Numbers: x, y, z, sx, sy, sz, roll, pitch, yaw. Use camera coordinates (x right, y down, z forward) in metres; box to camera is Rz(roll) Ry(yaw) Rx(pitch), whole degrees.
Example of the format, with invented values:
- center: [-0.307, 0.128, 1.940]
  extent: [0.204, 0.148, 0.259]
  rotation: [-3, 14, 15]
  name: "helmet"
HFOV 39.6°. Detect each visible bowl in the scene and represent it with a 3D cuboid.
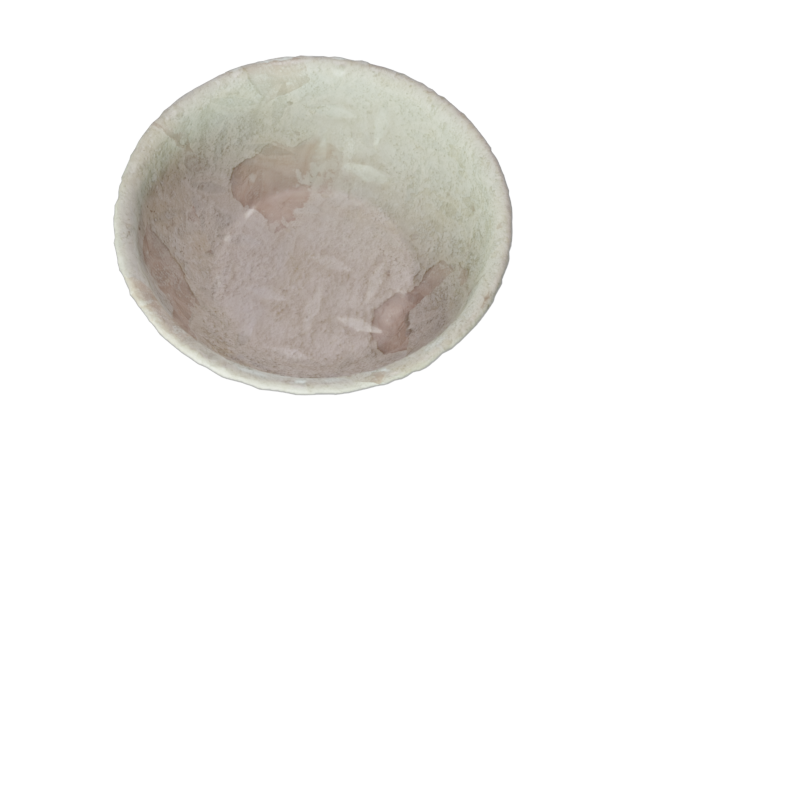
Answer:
- center: [-0.037, -0.067, 0.469]
  extent: [0.162, 0.172, 0.052]
  rotation: [-1, -29, -1]
  name: "bowl"
